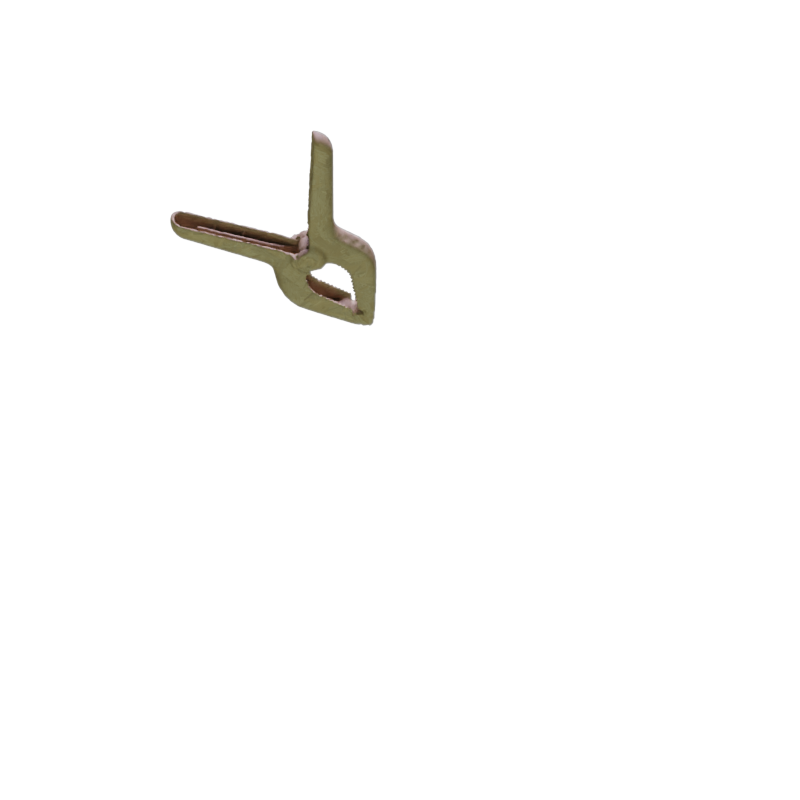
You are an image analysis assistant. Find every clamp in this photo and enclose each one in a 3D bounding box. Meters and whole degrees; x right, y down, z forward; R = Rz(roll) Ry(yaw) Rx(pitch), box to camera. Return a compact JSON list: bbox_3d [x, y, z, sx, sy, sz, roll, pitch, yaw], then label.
[{"bbox_3d":[-0.078,-0.142,0.996,0.164,0.039,0.196,-31,-54,27],"label":"clamp"}]
